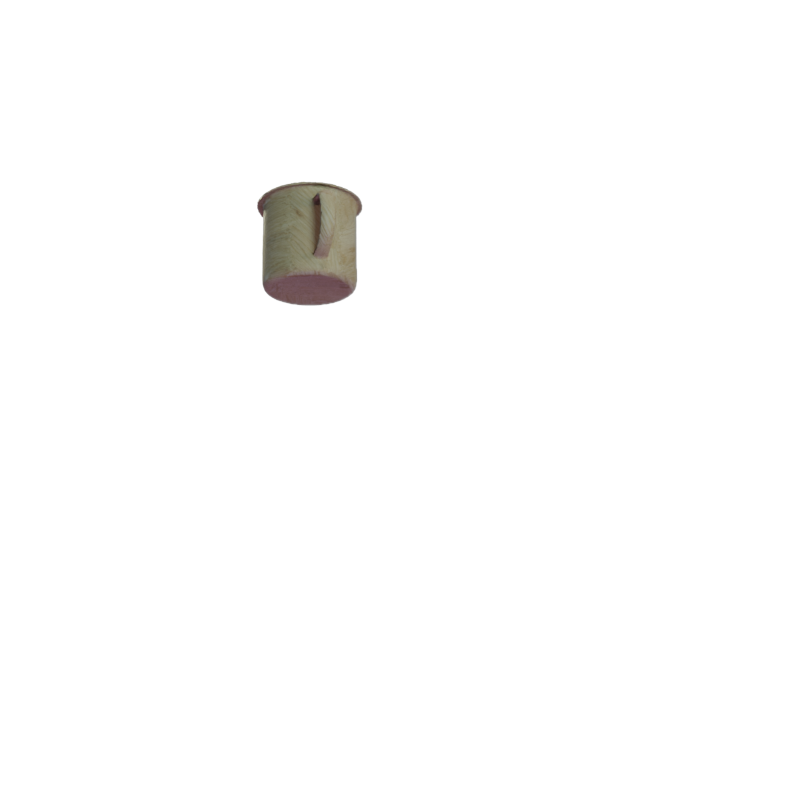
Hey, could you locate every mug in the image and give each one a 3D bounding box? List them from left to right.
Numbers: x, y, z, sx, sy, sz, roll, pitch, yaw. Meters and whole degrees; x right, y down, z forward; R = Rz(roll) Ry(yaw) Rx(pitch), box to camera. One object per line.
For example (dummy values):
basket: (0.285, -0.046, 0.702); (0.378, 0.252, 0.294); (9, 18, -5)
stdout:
mug: (-0.075, -0.136, 0.954); (0.091, 0.086, 0.114); (6, -21, -18)
